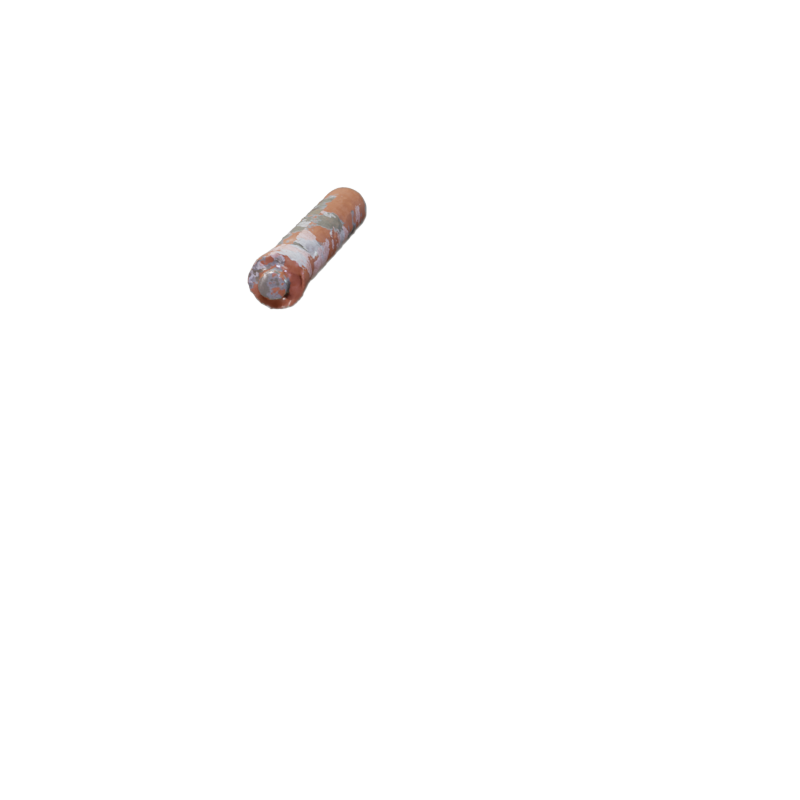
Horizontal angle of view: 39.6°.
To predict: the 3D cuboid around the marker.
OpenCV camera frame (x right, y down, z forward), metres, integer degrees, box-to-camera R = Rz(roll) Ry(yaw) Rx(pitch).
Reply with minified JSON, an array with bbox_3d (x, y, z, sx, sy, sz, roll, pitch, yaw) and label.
[{"bbox_3d":[-0.031,-0.057,0.401,0.020,0.019,0.124,0,21,9],"label":"marker"}]
